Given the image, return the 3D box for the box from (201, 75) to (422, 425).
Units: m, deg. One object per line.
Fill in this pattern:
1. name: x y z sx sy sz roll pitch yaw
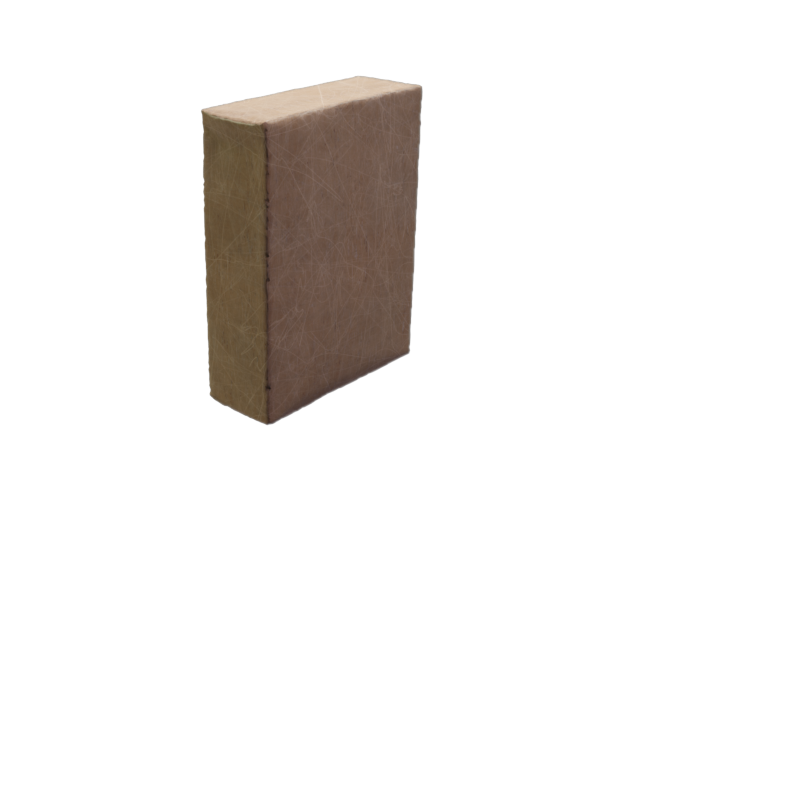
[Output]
1. box: -0.062 -0.113 0.793 0.076 0.204 0.163 17 27 35
